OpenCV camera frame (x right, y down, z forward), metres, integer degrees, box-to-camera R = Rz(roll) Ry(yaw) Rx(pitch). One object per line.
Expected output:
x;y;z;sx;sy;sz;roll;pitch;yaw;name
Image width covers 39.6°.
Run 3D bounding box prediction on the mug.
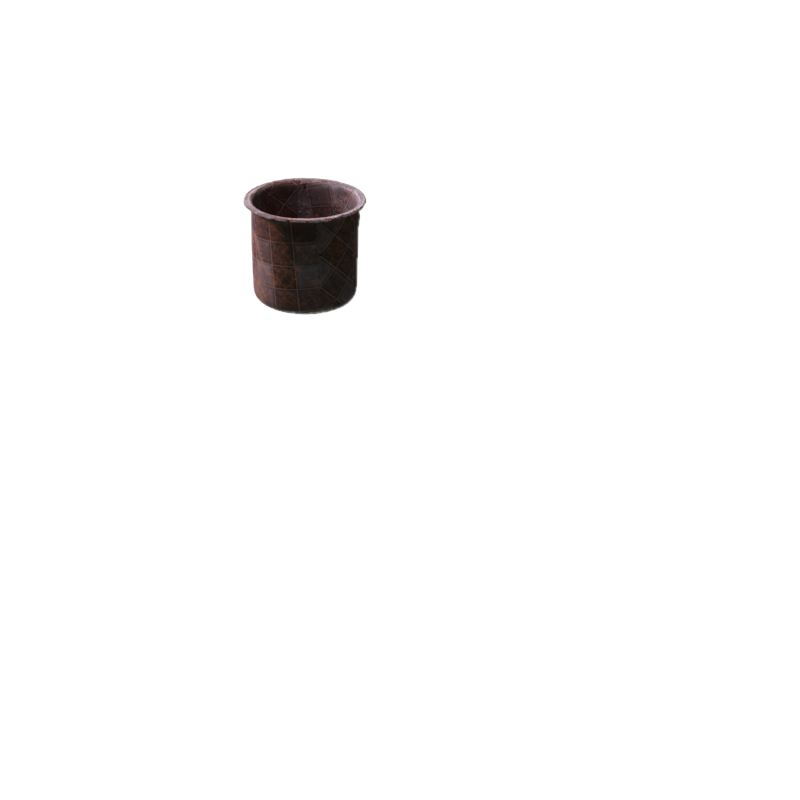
-0.068;-0.124;0.866;0.097;0.077;0.118;15;31;26;mug
